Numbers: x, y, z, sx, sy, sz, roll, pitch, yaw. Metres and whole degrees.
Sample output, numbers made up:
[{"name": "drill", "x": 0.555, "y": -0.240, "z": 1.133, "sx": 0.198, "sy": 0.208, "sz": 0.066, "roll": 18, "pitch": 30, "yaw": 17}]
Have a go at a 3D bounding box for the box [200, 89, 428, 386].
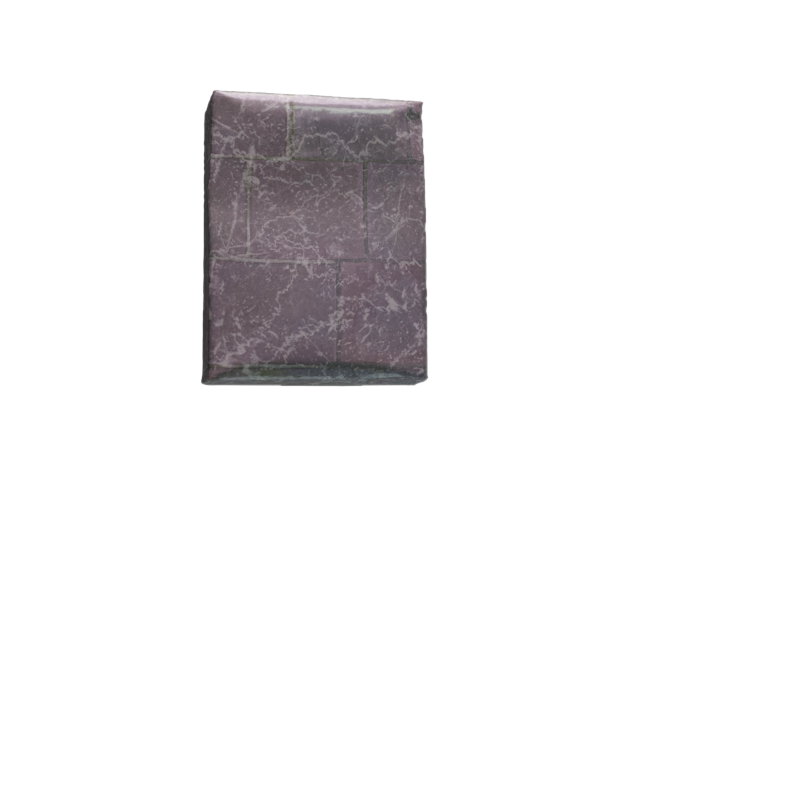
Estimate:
[{"name": "box", "x": -0.065, "y": -0.118, "z": 0.830, "sx": 0.162, "sy": 0.218, "sz": 0.071, "roll": 1, "pitch": -8, "yaw": -11}]
